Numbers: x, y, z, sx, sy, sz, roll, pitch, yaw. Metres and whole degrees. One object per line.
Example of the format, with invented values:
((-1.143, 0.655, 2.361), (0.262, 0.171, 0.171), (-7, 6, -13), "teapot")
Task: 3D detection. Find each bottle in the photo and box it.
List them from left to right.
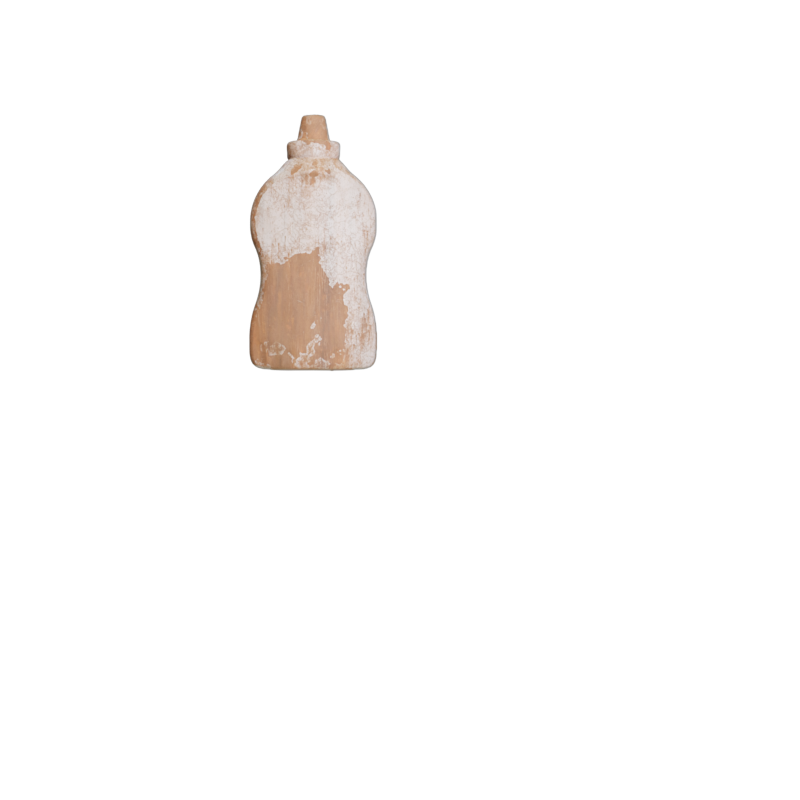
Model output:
((-0.066, -0.120, 0.841), (0.096, 0.192, 0.058), (0, -1, 1), "bottle")
